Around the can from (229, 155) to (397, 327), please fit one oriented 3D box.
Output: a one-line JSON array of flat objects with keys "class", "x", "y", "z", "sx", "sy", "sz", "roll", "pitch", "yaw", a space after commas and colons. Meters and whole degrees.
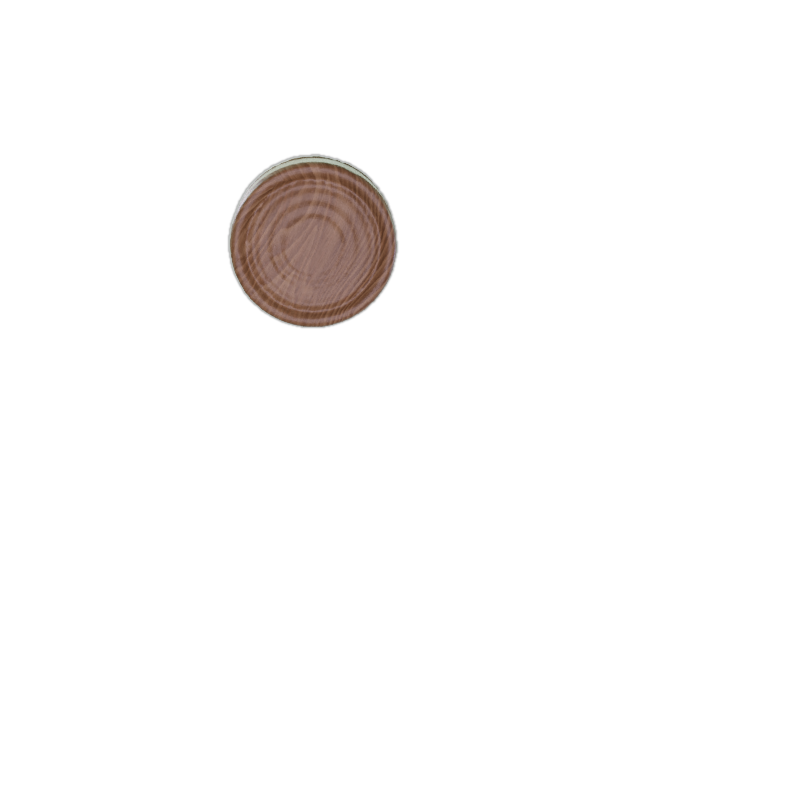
[{"class": "can", "x": -0.044, "y": -0.081, "z": 0.568, "sx": 0.086, "sy": 0.084, "sz": 0.034, "roll": 0, "pitch": 10, "yaw": -1}]
